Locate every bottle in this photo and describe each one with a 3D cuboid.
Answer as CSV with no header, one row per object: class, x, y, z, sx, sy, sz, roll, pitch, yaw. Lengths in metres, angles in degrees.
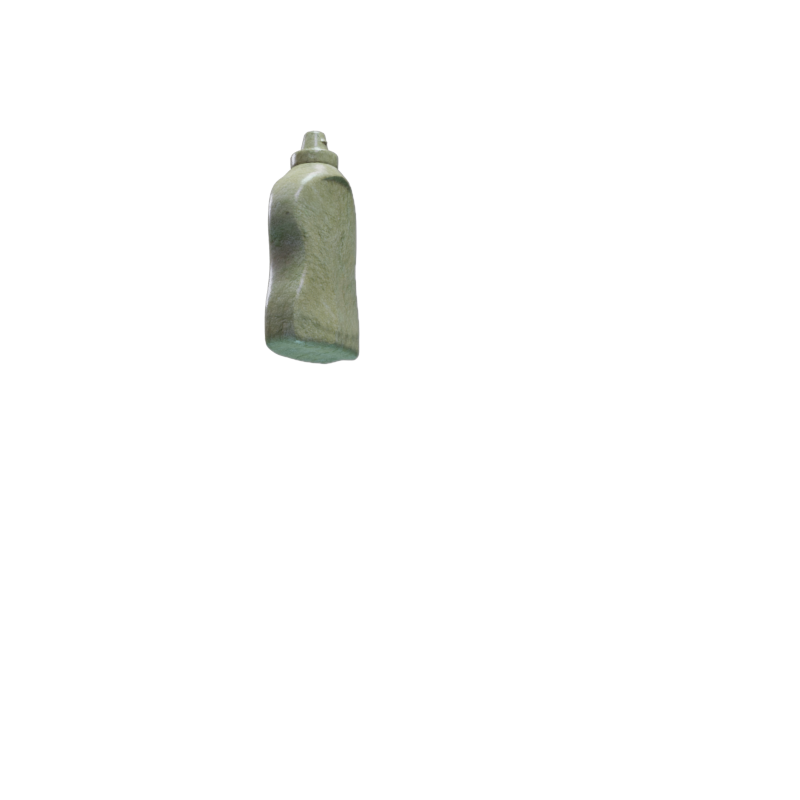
bottle,-0.071,-0.131,0.918,0.060,0.199,0.090,-12,-19,32
